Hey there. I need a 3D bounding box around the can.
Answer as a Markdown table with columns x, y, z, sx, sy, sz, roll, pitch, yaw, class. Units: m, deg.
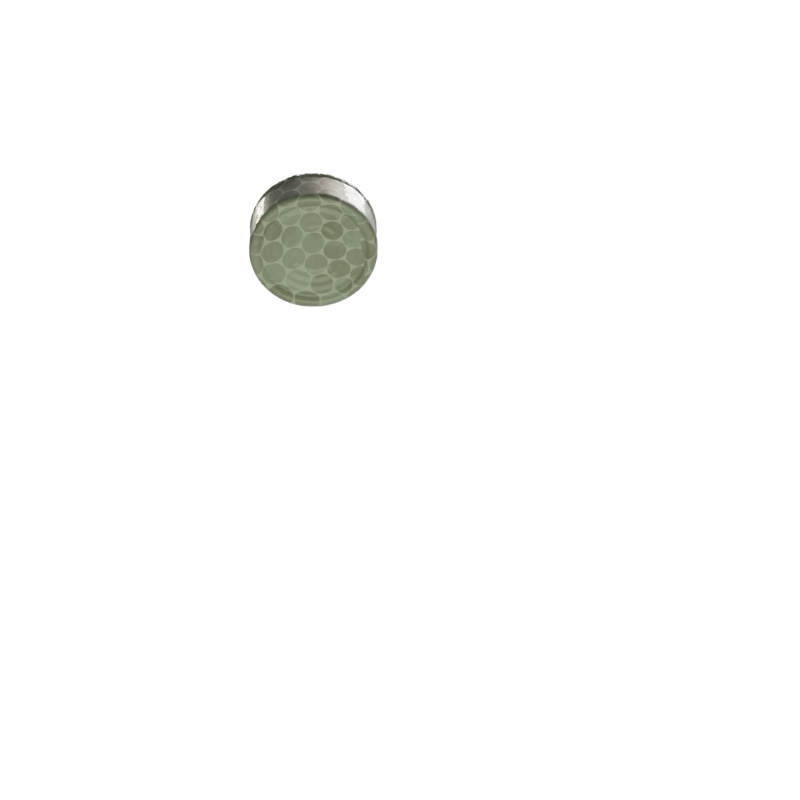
| x | y | z | sx | sy | sz | roll | pitch | yaw | class |
| --- | --- | --- | --- | --- | --- | --- | --- | --- | --- |
| -0.057 | -0.105 | 0.734 | 0.086 | 0.081 | 0.036 | 1 | 32 | -1 | can |
